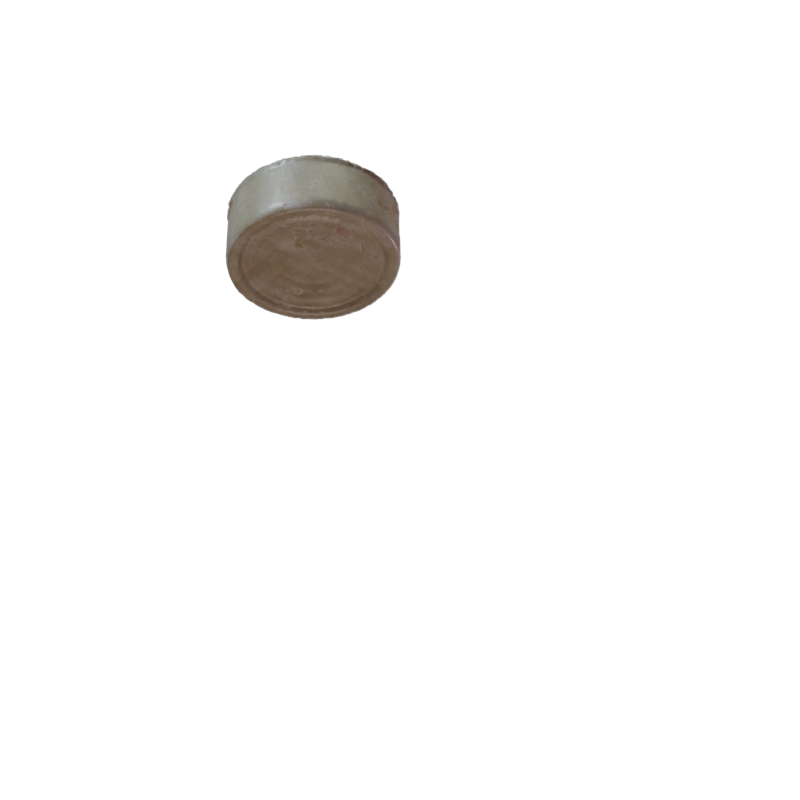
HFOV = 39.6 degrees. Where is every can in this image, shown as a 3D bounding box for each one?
[{"bbox_3d":[-0.042,-0.077,0.542,0.086,0.036,0.080,1,-38,-2],"label":"can"}]
